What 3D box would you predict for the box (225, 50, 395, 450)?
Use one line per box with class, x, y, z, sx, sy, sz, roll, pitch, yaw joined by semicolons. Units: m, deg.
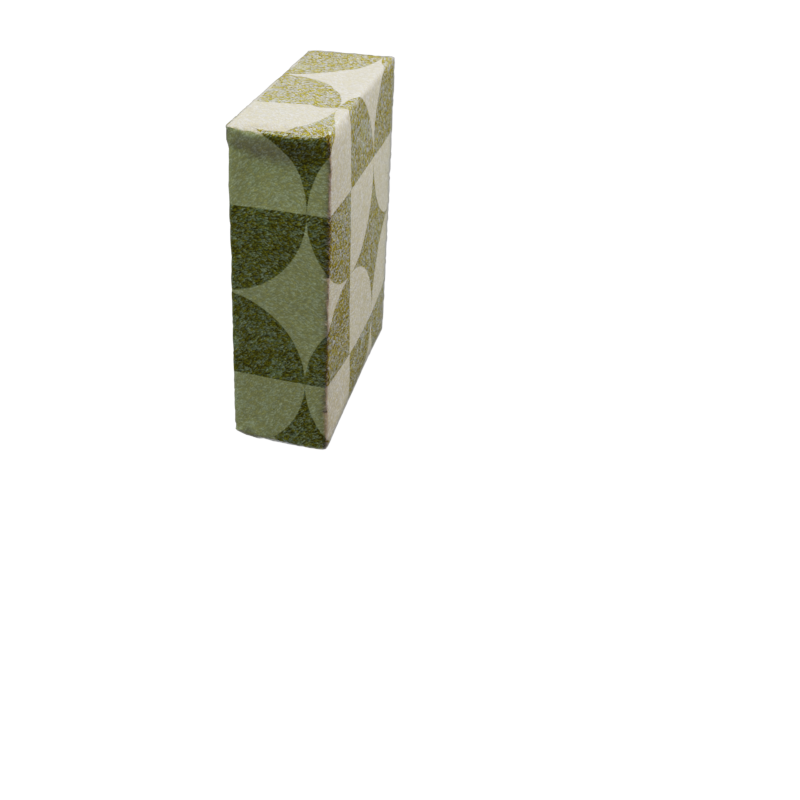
box;-0.057;-0.104;0.729;0.073;0.202;0.170;7;30;10
